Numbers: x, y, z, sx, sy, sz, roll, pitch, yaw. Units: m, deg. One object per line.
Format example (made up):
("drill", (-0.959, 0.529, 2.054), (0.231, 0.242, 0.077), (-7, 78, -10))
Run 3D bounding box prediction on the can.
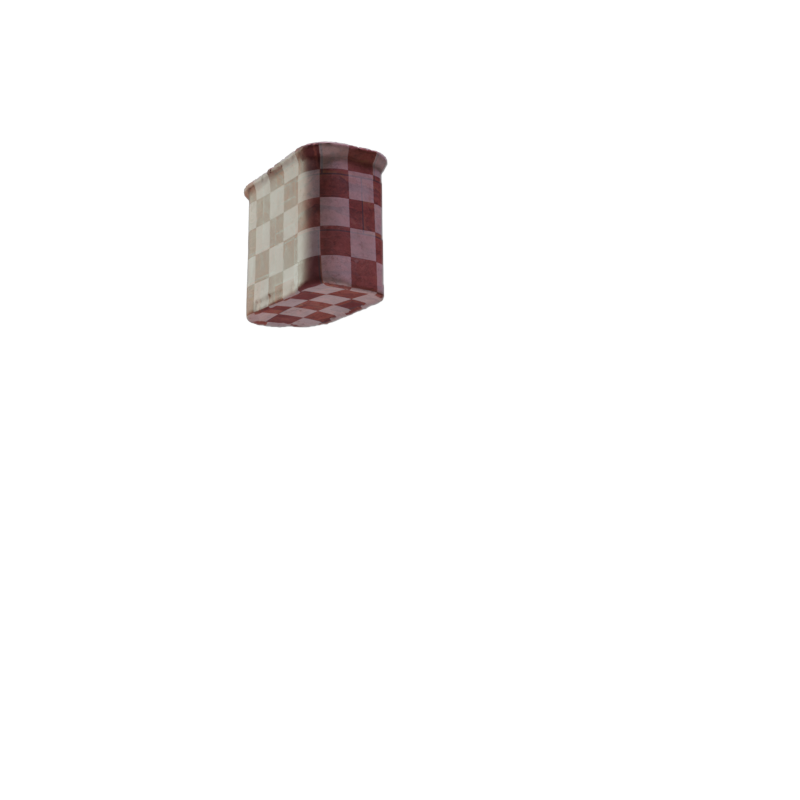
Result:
("can", (-0.051, -0.093, 0.650), (0.055, 0.087, 0.102), (9, -17, -32))
